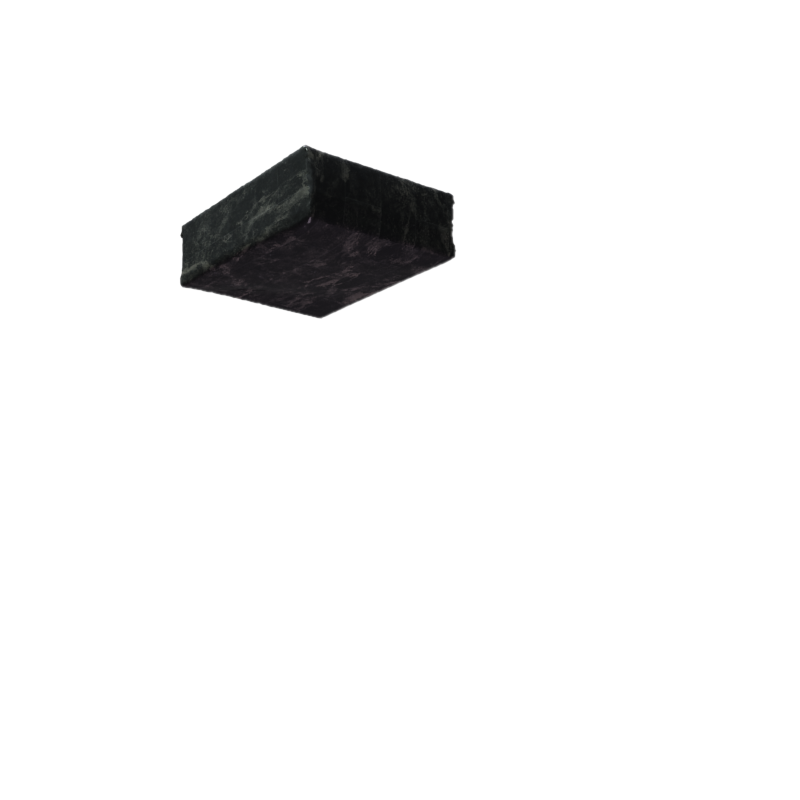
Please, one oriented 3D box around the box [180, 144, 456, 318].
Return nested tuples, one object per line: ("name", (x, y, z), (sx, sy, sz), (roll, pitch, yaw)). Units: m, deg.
("box", (-0.043, -0.078, 0.544), (0.085, 0.040, 0.115), (11, -18, -37))
